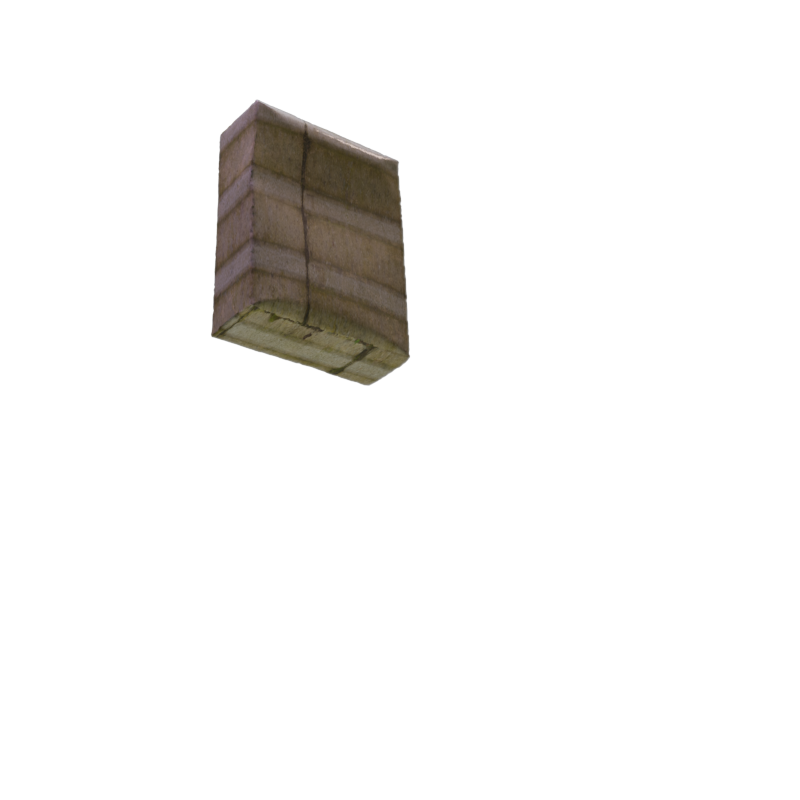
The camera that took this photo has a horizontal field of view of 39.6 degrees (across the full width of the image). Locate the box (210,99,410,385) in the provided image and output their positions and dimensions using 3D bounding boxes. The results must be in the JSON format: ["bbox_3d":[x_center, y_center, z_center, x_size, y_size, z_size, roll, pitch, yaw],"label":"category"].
[{"bbox_3d":[-0.076,-0.138,0.967,0.156,0.228,0.071,18,-36,-31],"label":"box"}]
